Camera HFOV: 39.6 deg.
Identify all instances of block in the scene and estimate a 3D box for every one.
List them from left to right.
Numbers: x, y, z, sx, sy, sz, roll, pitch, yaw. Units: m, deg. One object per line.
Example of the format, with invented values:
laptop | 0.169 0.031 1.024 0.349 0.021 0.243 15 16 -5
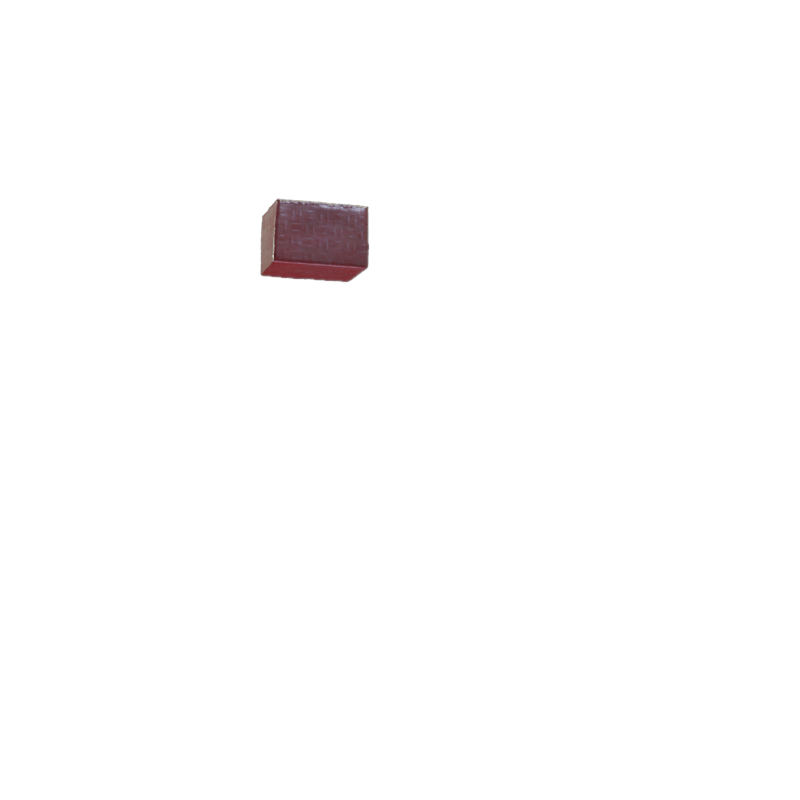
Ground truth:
block | -0.069 -0.126 0.884 0.076 0.053 0.052 3 -12 -17
